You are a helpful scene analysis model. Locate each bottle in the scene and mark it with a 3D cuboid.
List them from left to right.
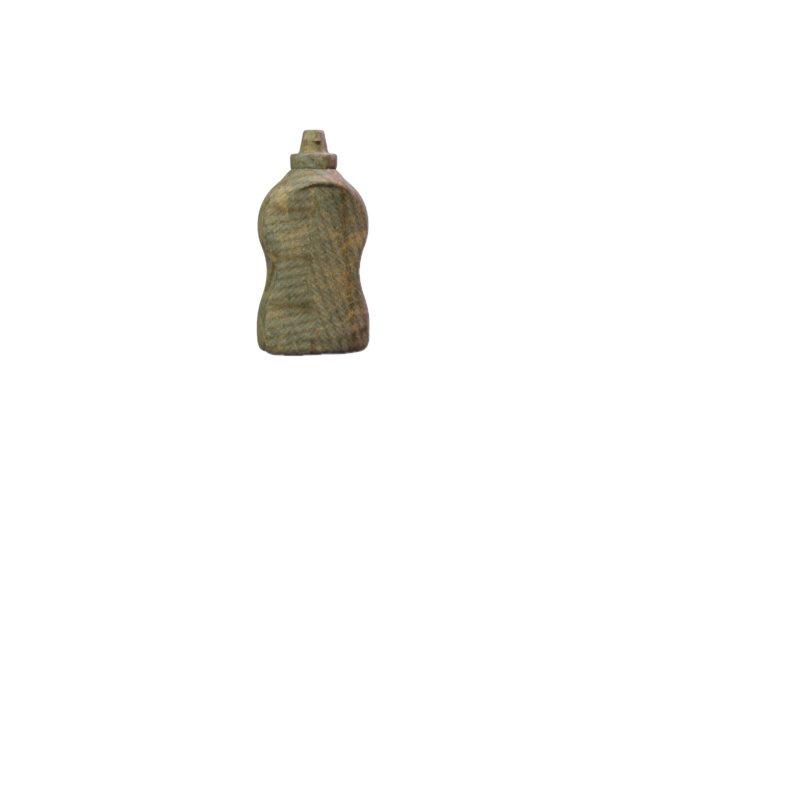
[{"bbox_3d":[-0.075,-0.136,0.956,0.094,0.191,0.060,-1,3,-17],"label":"bottle"}]
